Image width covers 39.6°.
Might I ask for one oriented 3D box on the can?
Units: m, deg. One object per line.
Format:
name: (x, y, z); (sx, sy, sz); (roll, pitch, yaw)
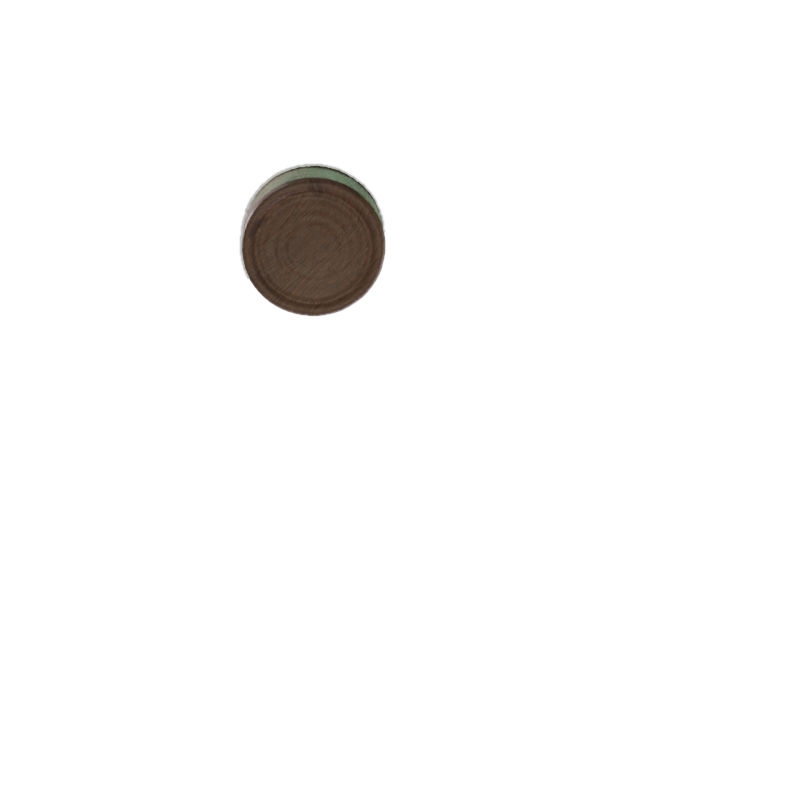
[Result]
can: (-0.051, -0.094, 0.658); (0.086, 0.082, 0.035); (0, 19, -1)
